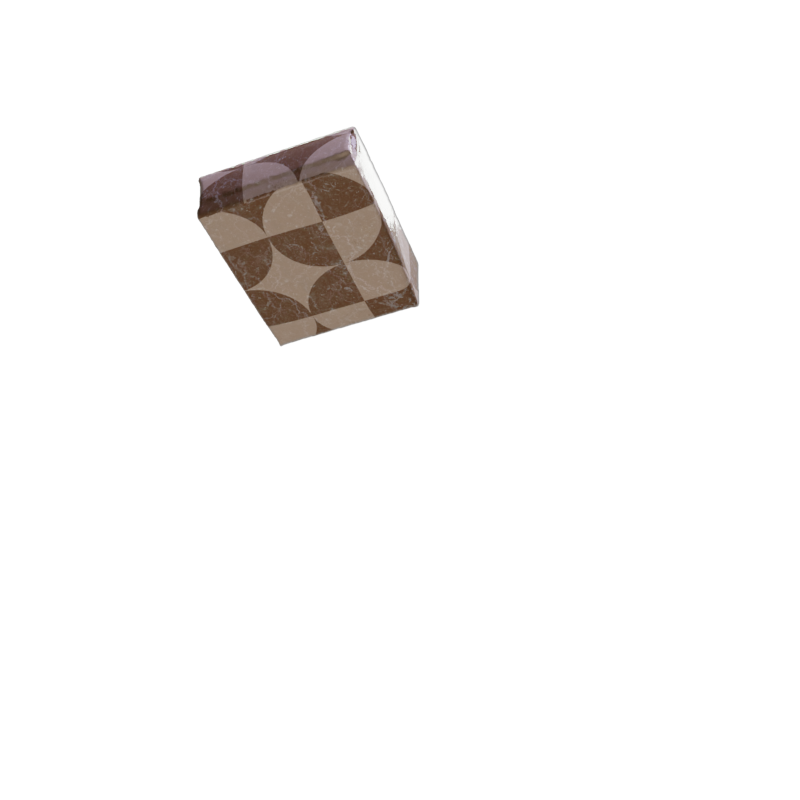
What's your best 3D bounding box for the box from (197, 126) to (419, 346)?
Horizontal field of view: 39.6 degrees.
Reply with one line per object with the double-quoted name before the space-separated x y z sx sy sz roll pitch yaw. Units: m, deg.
"box" -0.047 -0.086 0.605 0.090 0.042 0.105 -15 -47 14
